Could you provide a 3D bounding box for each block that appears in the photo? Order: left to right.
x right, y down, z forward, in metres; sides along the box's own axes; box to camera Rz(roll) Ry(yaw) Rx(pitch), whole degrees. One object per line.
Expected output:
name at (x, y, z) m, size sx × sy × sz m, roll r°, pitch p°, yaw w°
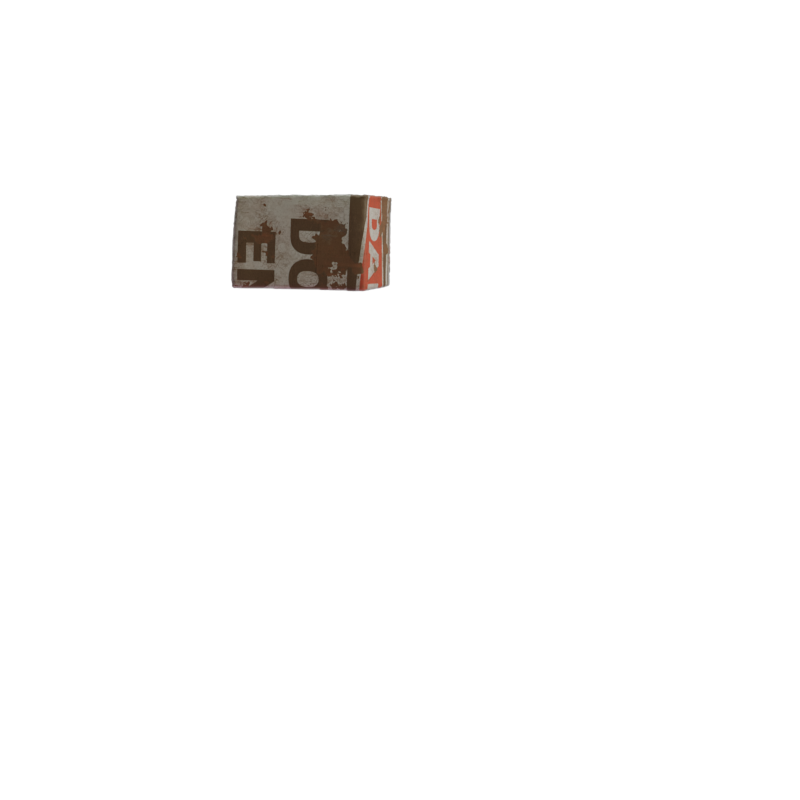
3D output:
block at (-0.048, -0.088, 0.618) m, size 0.080 × 0.051 × 0.052 m, roll 2°, pitch 5°, yaw 18°
